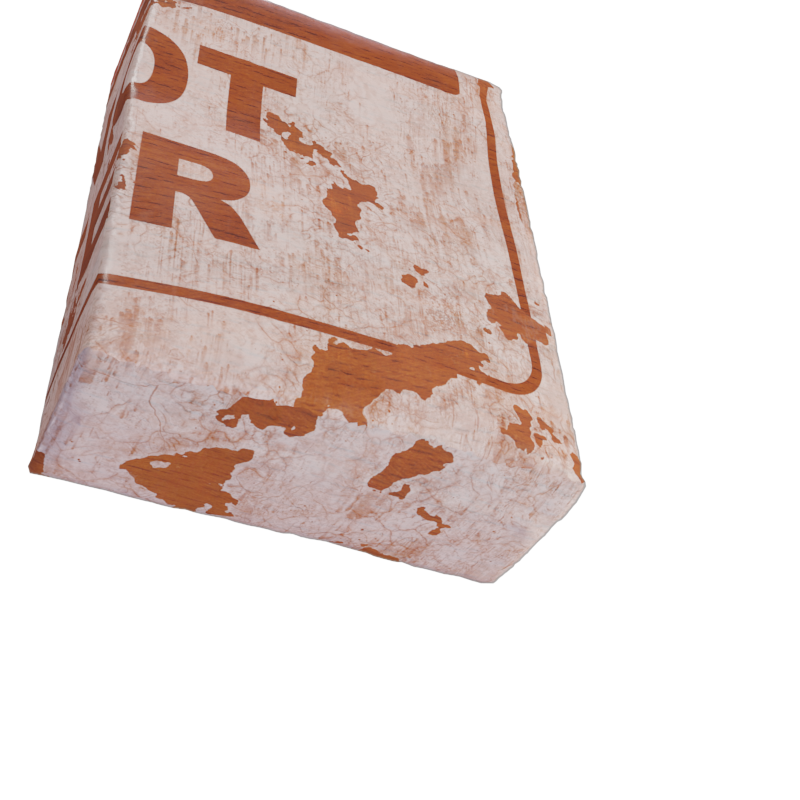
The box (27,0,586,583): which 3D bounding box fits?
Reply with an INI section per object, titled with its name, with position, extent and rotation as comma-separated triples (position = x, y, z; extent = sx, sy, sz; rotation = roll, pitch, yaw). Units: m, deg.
[box]
position = -0.032, -0.058, 0.409
extent = 0.159, 0.230, 0.069
rotation = 15, -46, -19
